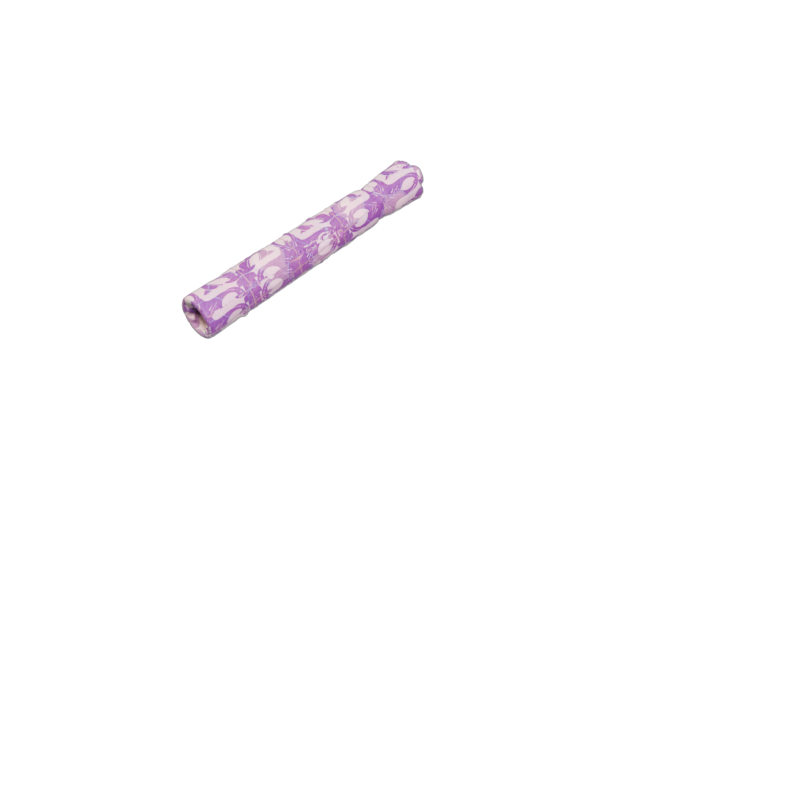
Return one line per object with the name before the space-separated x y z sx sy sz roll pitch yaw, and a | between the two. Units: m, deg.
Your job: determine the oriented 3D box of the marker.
marker | -0.035 -0.064 0.449 0.122 0.019 0.021 -38 23 -28
